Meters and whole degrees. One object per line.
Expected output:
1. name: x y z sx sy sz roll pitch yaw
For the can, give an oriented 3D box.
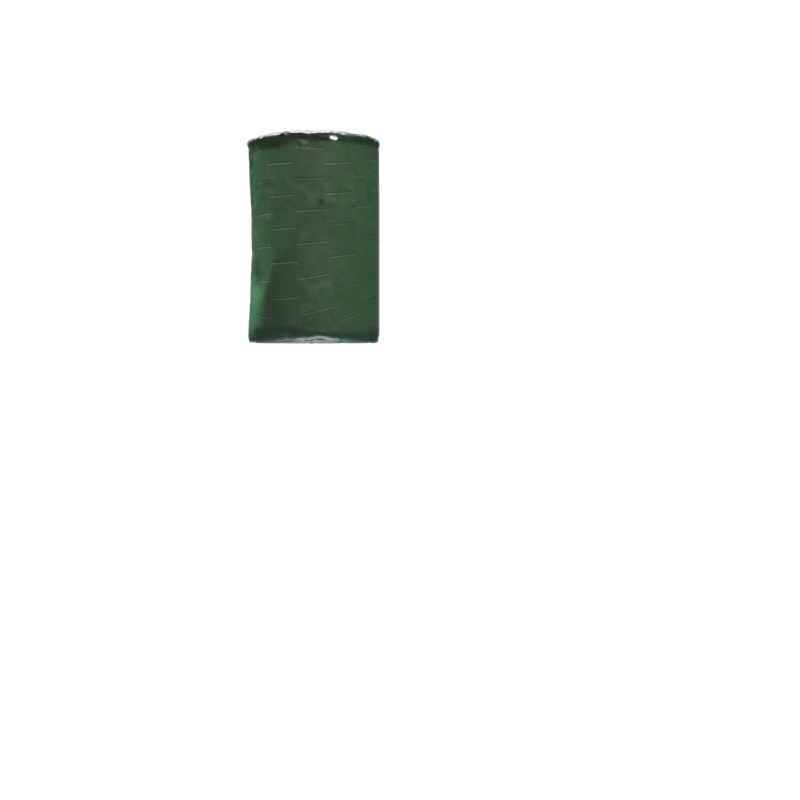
1. can: -0.044 -0.080 0.561 0.068 0.104 0.068 0 -4 -2
